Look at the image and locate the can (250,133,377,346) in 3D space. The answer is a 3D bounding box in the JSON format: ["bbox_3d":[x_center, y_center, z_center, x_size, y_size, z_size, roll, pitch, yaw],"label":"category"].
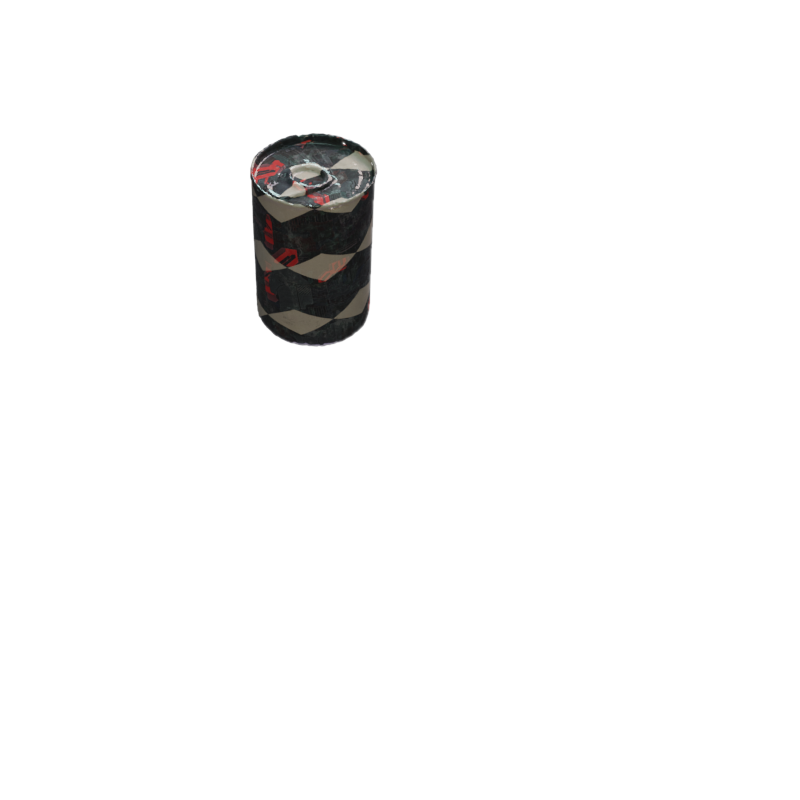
[{"bbox_3d":[-0.049,-0.089,0.623,0.068,0.095,0.074,0,43,-3],"label":"can"}]
